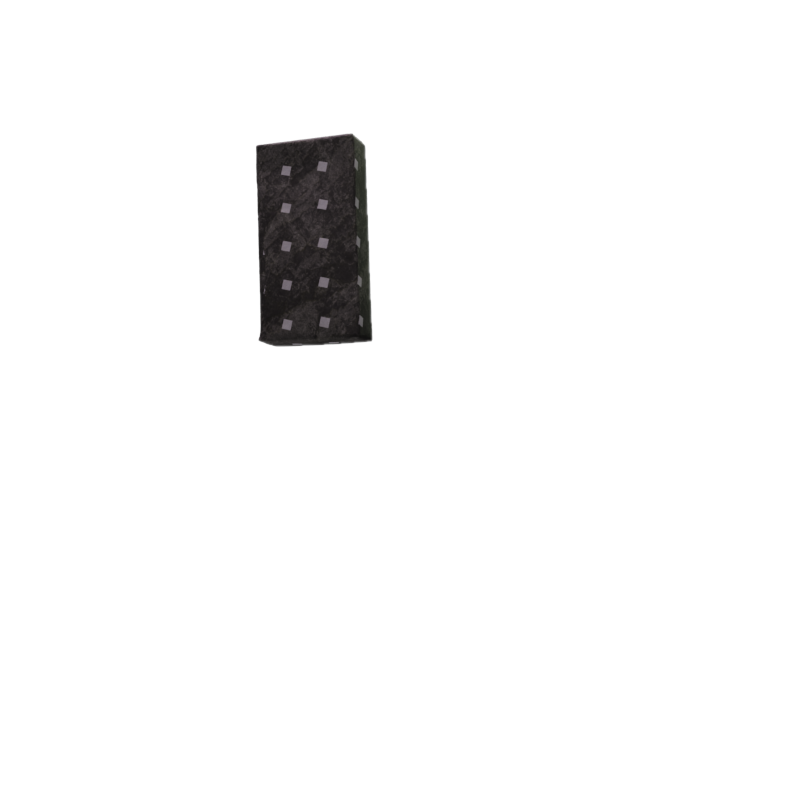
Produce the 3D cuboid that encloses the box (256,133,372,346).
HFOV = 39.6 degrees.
[{"bbox_3d":[-0.075,-0.137,0.961,0.095,0.181,0.046,-4,-12,19],"label":"box"}]
